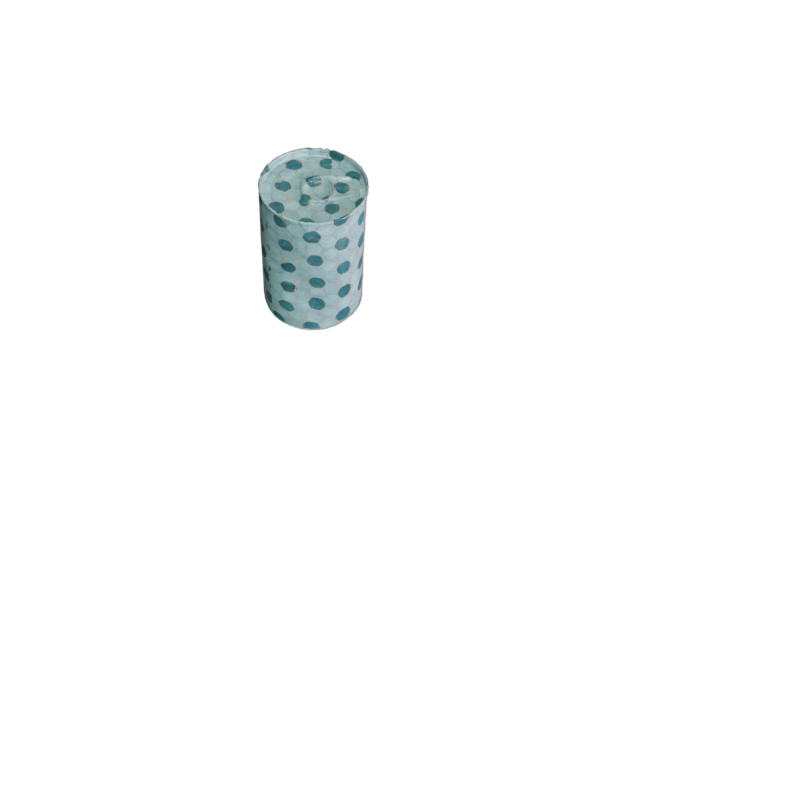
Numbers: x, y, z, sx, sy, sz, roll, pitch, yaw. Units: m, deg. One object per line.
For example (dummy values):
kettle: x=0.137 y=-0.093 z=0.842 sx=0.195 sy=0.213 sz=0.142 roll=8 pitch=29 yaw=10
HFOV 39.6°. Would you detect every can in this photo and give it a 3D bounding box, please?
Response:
can: x=-0.056 y=-0.102 z=0.711 sx=0.068 sy=0.074 sz=0.095 roll=0 pitch=-40 yaw=-3
